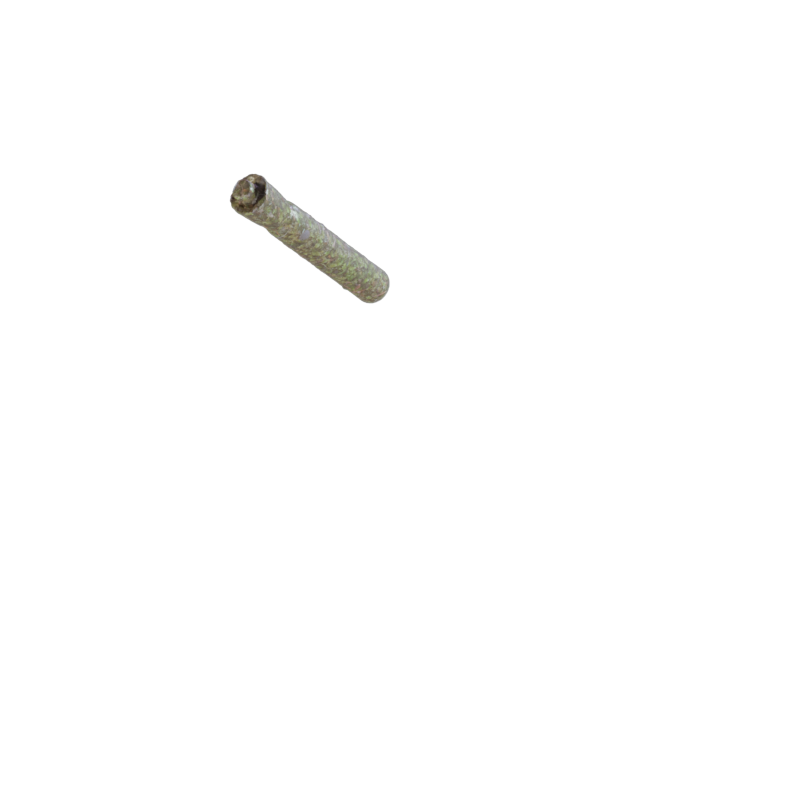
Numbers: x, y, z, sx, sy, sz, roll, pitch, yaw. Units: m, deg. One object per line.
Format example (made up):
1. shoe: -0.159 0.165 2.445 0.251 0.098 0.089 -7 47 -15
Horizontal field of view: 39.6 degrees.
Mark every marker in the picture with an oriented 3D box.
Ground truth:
1. marker: -0.040 -0.073 0.510 0.020 0.020 0.113 3 -15 30
